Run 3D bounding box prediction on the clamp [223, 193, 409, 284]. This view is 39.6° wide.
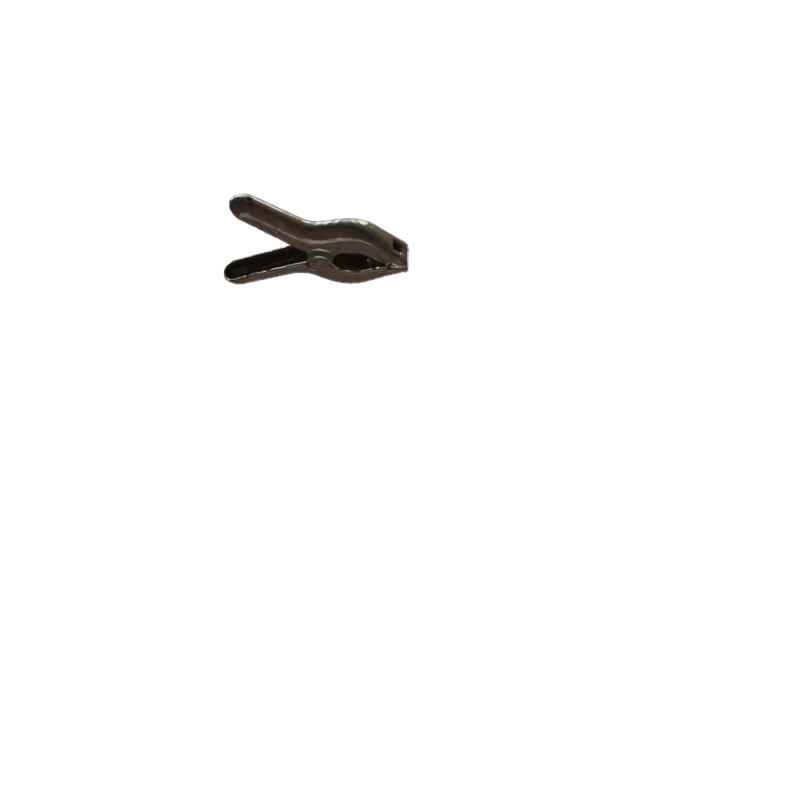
[{"bbox_3d":[-0.077,-0.141,0.985,0.172,0.042,0.113,-1,-24,1],"label":"clamp"}]
